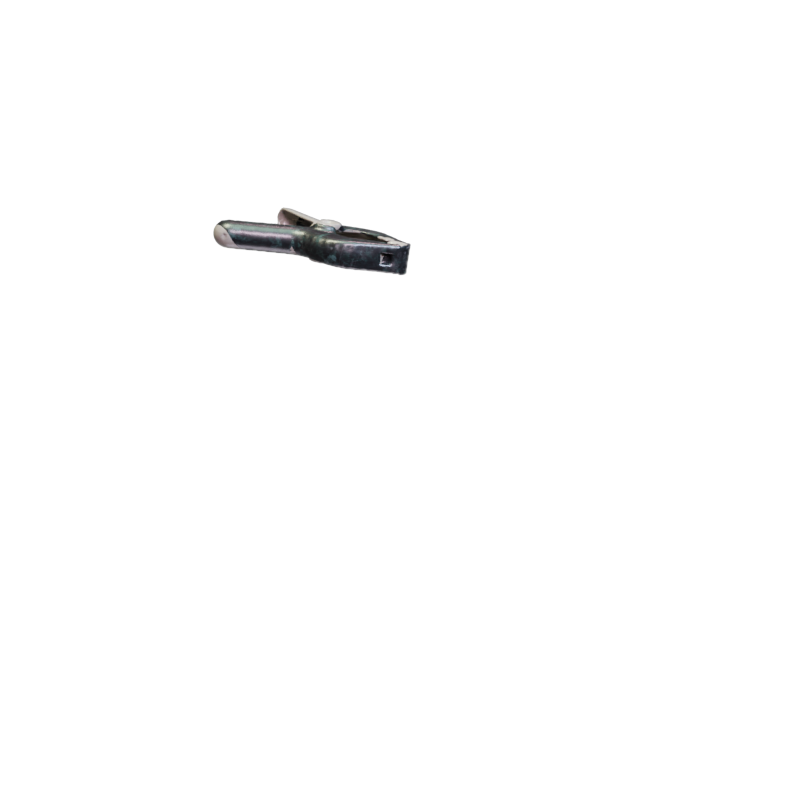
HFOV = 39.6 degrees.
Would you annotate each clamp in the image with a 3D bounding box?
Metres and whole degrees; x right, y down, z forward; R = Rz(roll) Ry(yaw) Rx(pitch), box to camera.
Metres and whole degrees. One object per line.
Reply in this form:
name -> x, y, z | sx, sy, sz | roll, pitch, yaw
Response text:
clamp -> -0.077, -0.140, 0.983 | 0.181, 0.038, 0.119 | 16, 27, 34
